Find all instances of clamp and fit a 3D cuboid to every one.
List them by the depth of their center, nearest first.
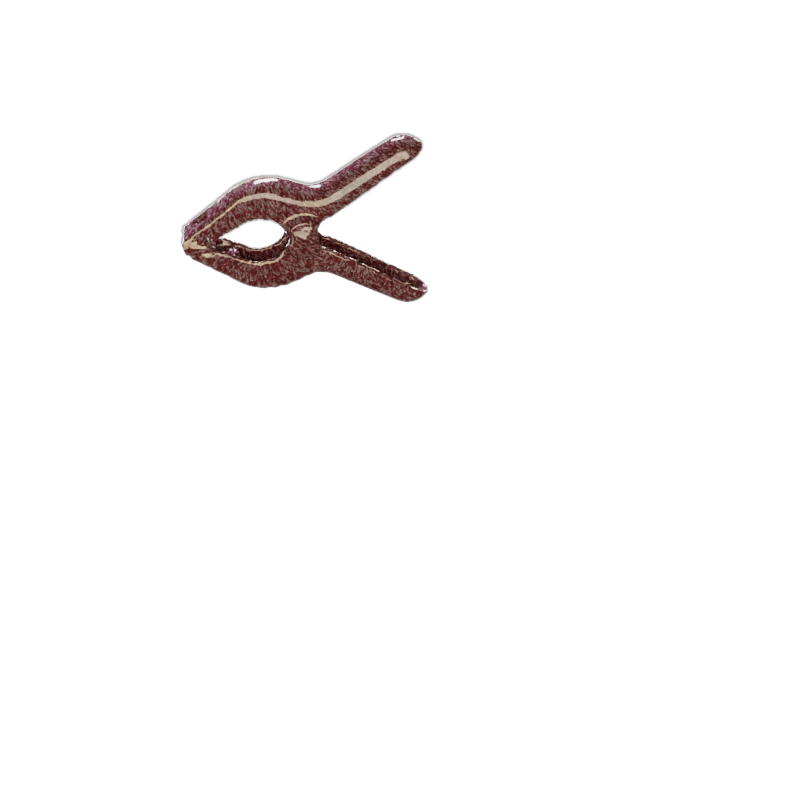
[{"bbox_3d":[-0.059,-0.108,0.756,0.172,0.114,0.041,-12,20,4],"label":"clamp"}]
